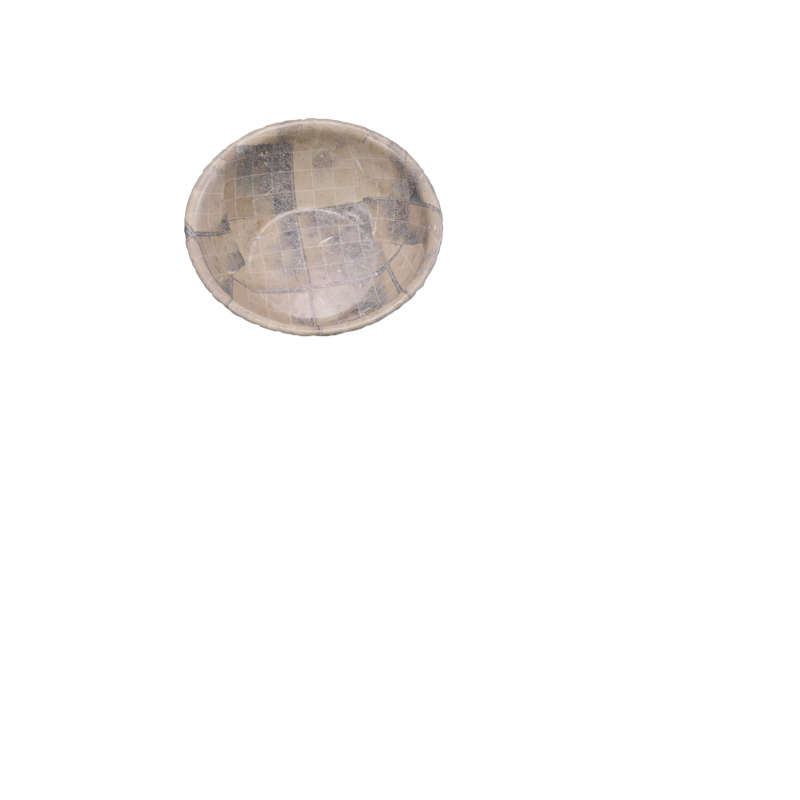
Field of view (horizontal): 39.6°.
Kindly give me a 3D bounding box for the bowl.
[{"bbox_3d":[-0.056,-0.102,0.714,0.162,0.173,0.052,-1,-29,-1],"label":"bowl"}]
